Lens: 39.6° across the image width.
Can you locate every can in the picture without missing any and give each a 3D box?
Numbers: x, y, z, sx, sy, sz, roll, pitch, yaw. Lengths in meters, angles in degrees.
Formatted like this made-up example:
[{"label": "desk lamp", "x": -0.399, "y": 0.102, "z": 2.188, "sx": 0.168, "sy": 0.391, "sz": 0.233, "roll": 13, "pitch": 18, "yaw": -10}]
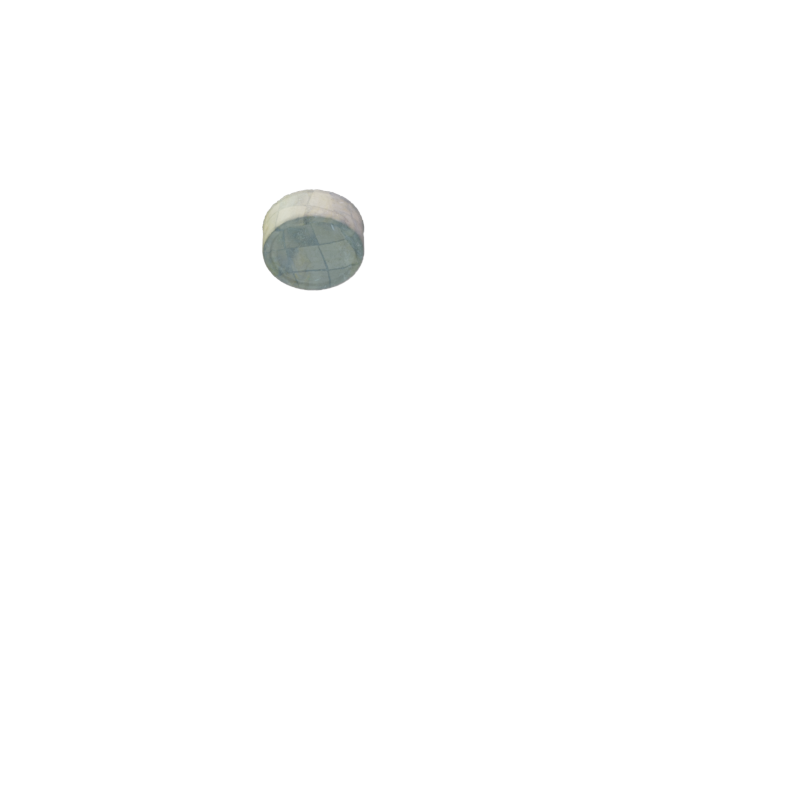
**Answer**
[{"label": "can", "x": -0.072, "y": -0.132, "z": 0.922, "sx": 0.086, "sy": 0.036, "sz": 0.080, "roll": 1, "pitch": -45, "yaw": -1}]
